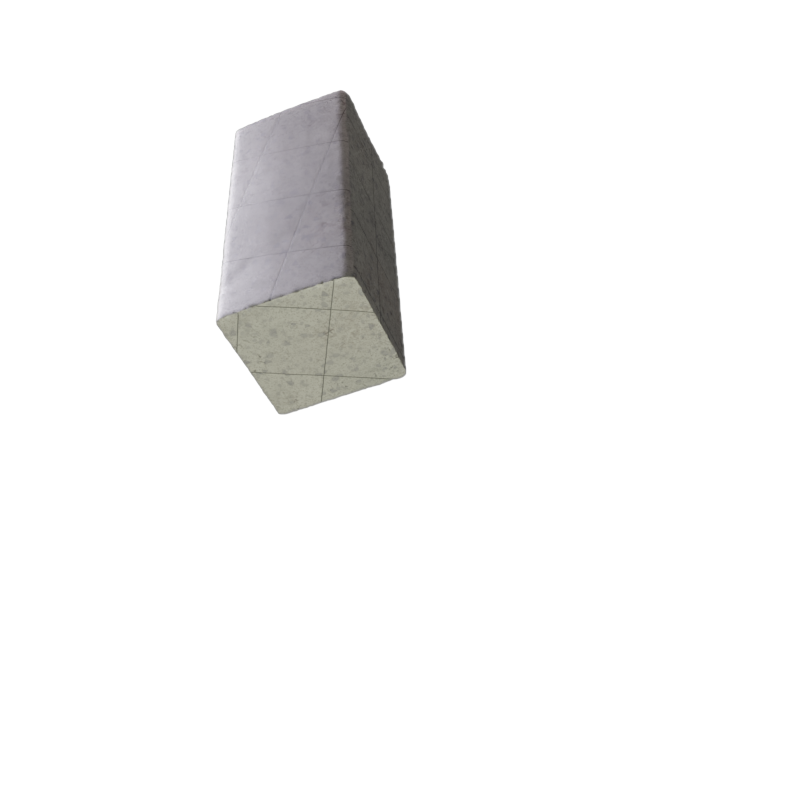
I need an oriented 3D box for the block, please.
[{"bbox_3d":[-0.057,-0.106,0.740,0.091,0.221,0.084,-19,-49,13],"label":"block"}]
